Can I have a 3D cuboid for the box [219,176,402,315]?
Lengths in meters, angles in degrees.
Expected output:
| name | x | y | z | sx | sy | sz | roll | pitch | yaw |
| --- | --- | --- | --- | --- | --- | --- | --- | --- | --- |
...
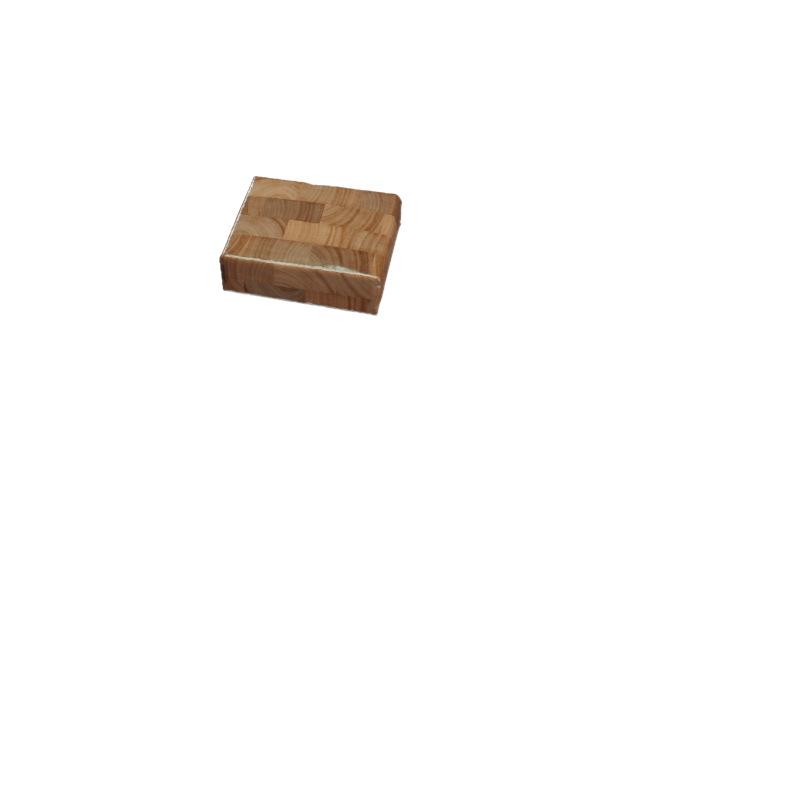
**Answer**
| name | x | y | z | sx | sy | sz | roll | pitch | yaw |
| --- | --- | --- | --- | --- | --- | --- | --- | --- | --- |
| box | -0.048 | -0.088 | 0.618 | 0.090 | 0.028 | 0.077 | 8 | 46 | 7 |
